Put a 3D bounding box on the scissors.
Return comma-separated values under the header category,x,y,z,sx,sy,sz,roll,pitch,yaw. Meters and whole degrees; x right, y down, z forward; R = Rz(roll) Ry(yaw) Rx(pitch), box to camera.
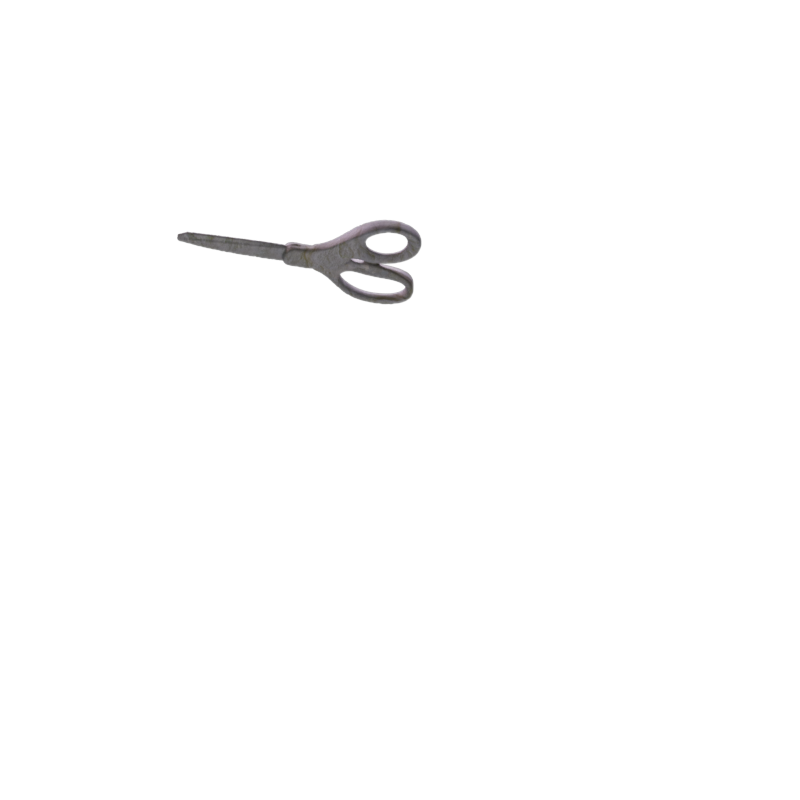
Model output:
category,x,y,z,sx,sy,sz,roll,pitch,yaw
scissors,-0.071,-0.129,0.903,0.194,0.017,0.093,19,-47,-19
